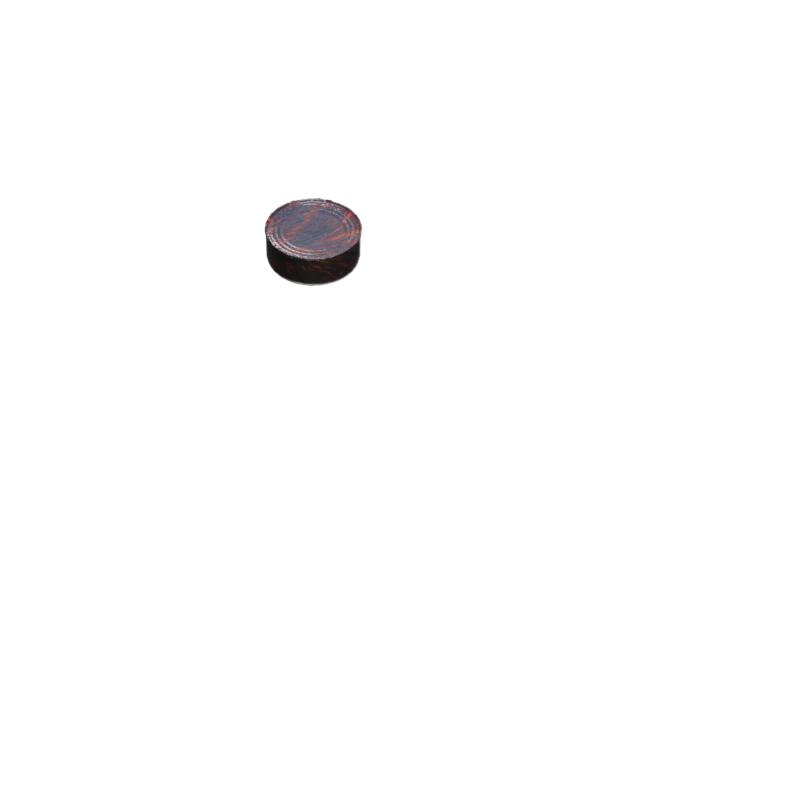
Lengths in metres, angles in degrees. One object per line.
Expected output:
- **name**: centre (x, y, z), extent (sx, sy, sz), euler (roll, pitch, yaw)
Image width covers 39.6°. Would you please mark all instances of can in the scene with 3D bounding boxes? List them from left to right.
- **can**: centre (-0.077, -0.141, 0.985), extent (0.086, 0.031, 0.092), euler (-1, 44, -1)
